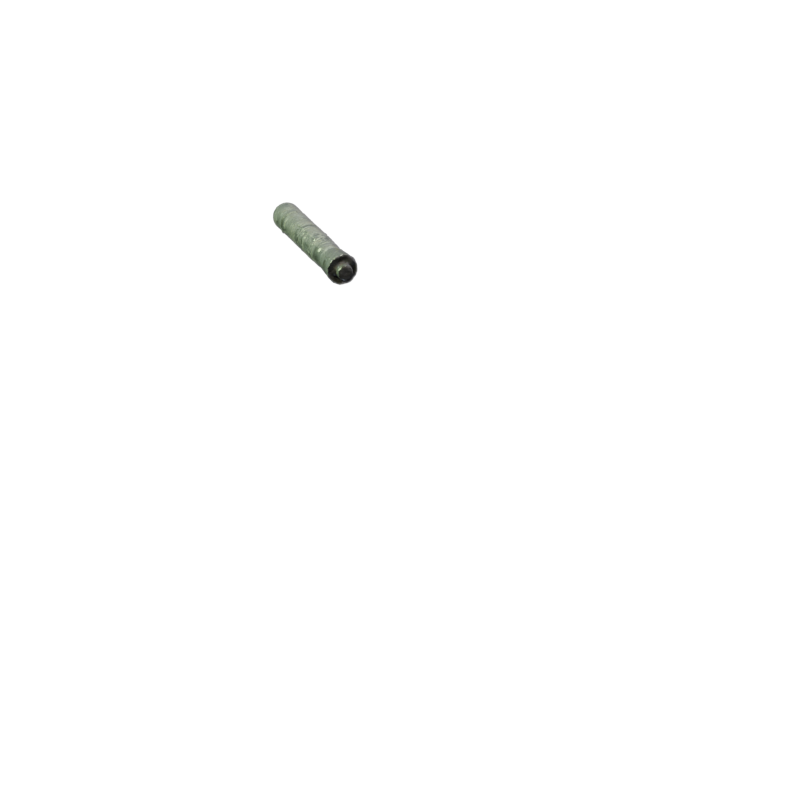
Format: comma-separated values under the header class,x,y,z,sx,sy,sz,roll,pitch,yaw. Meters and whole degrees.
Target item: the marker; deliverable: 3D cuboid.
class,x,y,z,sx,sy,sz,roll,pitch,yaw
marker,-0.054,-0.099,0.692,0.019,0.019,0.129,-2,24,-22
